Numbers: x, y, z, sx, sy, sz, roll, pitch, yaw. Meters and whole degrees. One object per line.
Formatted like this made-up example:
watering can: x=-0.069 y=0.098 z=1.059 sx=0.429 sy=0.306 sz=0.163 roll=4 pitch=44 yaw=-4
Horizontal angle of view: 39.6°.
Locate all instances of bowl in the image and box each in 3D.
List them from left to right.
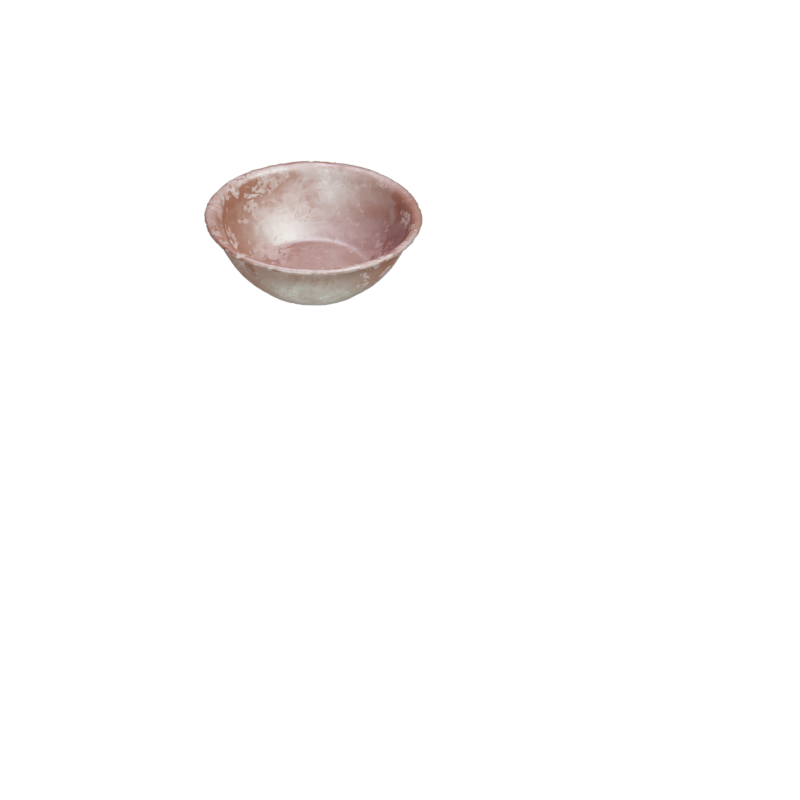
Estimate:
bowl: x=-0.066 y=-0.120 z=0.837 sx=0.162 sy=0.051 sz=0.173 roll=-1 pitch=38 yaw=-2
